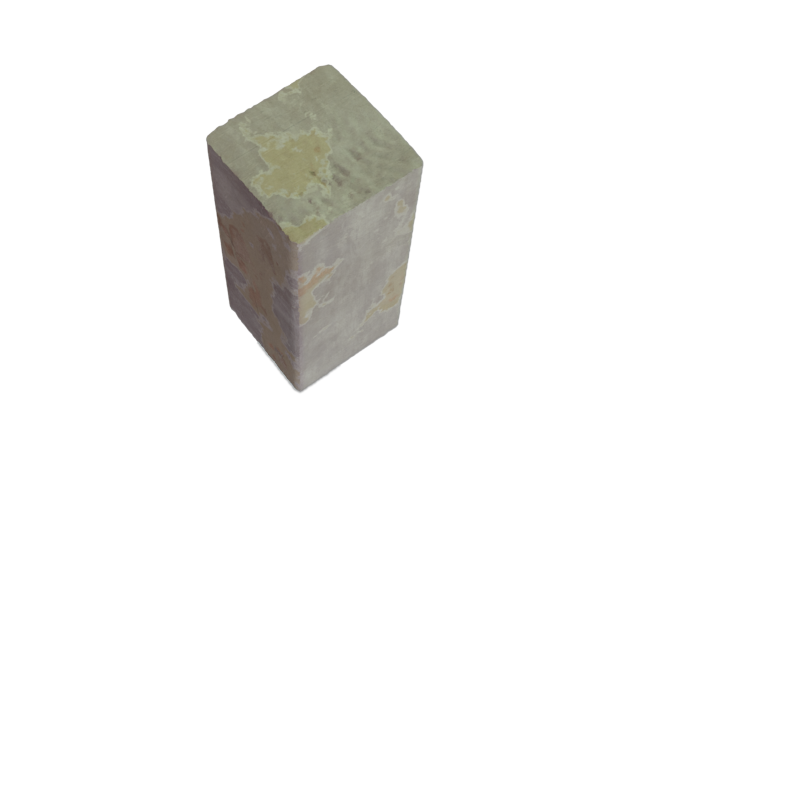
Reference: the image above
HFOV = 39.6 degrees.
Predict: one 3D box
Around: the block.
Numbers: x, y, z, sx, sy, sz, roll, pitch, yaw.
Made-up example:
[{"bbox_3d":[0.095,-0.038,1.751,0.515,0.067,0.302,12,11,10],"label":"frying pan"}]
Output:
[{"bbox_3d":[-0.055,-0.100,0.697,0.091,0.095,0.195,-35,-17,-17],"label":"block"}]
